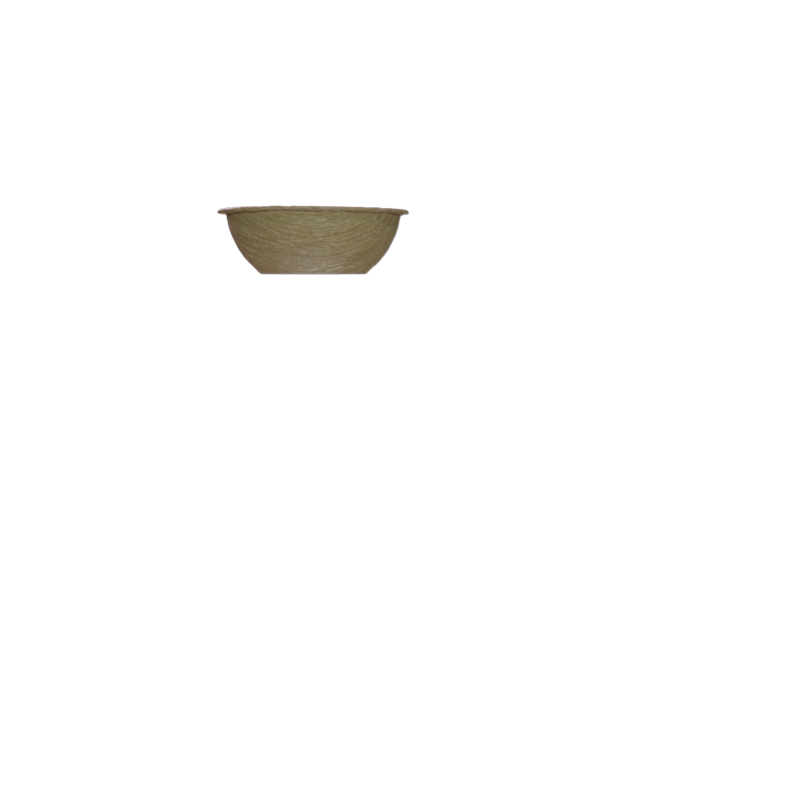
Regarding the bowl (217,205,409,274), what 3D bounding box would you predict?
[{"bbox_3d":[-0.073,-0.134,0.936,0.162,0.055,0.163,0,6,-2],"label":"bowl"}]
